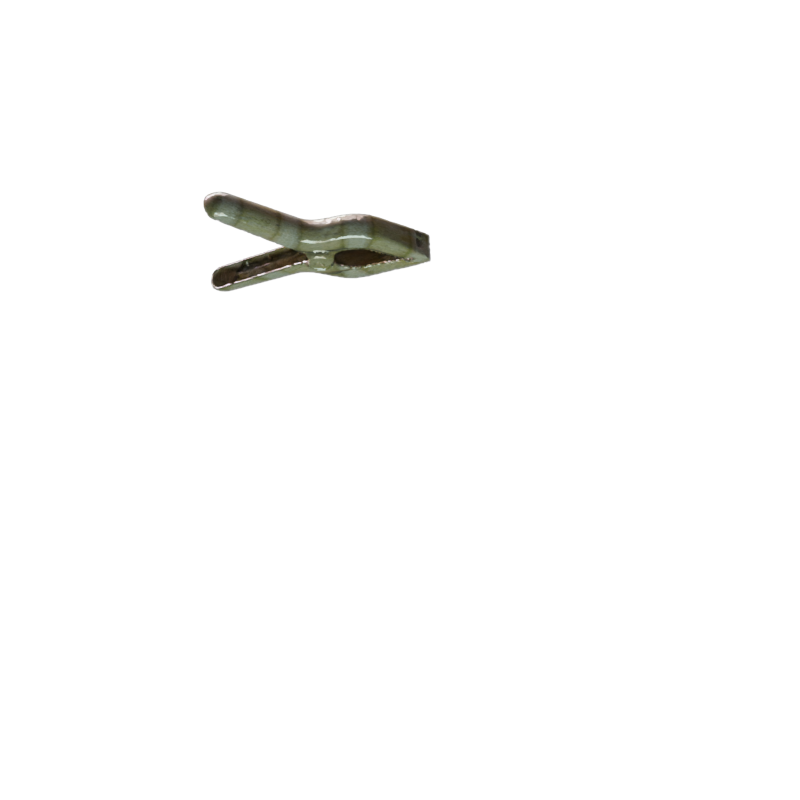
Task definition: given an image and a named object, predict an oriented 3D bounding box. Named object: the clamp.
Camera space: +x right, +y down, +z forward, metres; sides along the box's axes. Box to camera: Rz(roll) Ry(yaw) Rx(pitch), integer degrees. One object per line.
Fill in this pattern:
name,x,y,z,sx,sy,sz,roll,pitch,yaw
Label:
clamp,-0.078,-0.142,0.998,0.211,0.038,0.156,-1,-20,3
